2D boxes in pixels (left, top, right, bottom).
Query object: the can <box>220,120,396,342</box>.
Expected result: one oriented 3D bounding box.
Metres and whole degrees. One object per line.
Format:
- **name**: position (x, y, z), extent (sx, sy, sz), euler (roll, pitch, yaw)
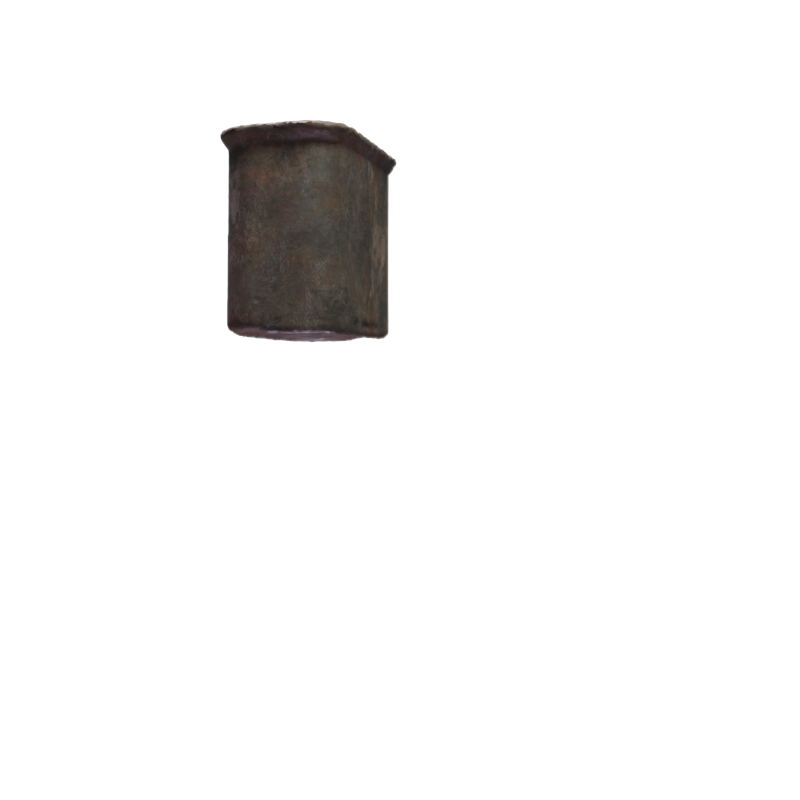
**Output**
- **can**: position (-0.038, -0.069, 0.481), extent (0.059, 0.085, 0.099), euler (-2, -2, 15)
